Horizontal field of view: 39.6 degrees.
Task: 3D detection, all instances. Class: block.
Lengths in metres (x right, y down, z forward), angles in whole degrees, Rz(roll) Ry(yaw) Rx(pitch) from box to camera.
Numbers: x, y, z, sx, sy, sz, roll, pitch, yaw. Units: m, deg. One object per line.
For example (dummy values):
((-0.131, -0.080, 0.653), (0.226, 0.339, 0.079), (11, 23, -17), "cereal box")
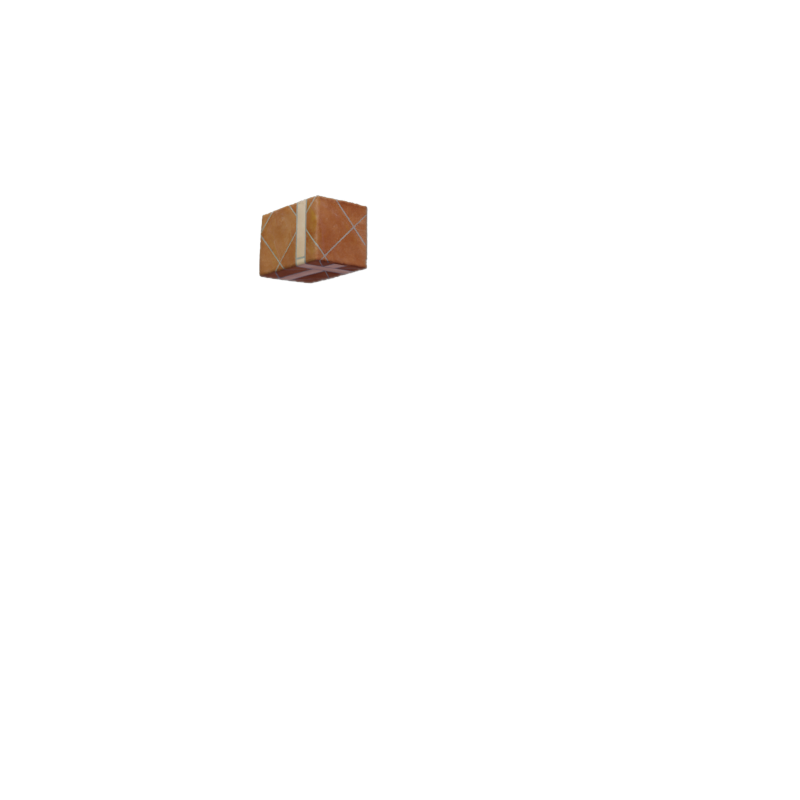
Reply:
((-0.069, -0.126, 0.881), (0.050, 0.053, 0.080), (8, -11, -40), "block")
